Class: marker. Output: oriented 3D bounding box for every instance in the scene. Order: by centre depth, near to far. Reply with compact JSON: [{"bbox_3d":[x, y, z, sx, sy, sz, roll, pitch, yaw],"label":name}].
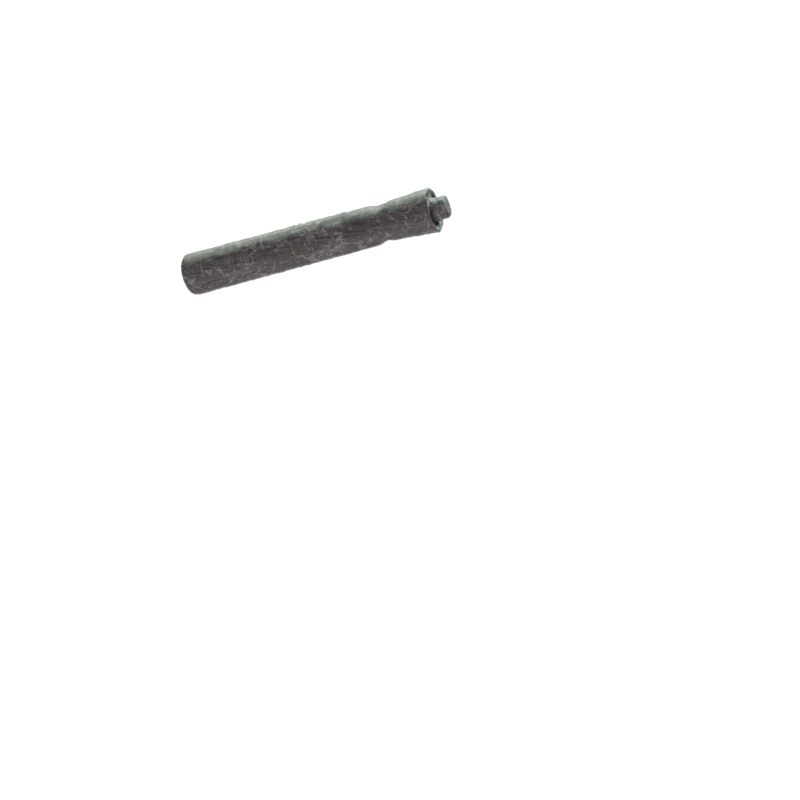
[{"bbox_3d":[-0.037,-0.067,0.469,0.123,0.020,0.019,-12,0,22],"label":"marker"}]
